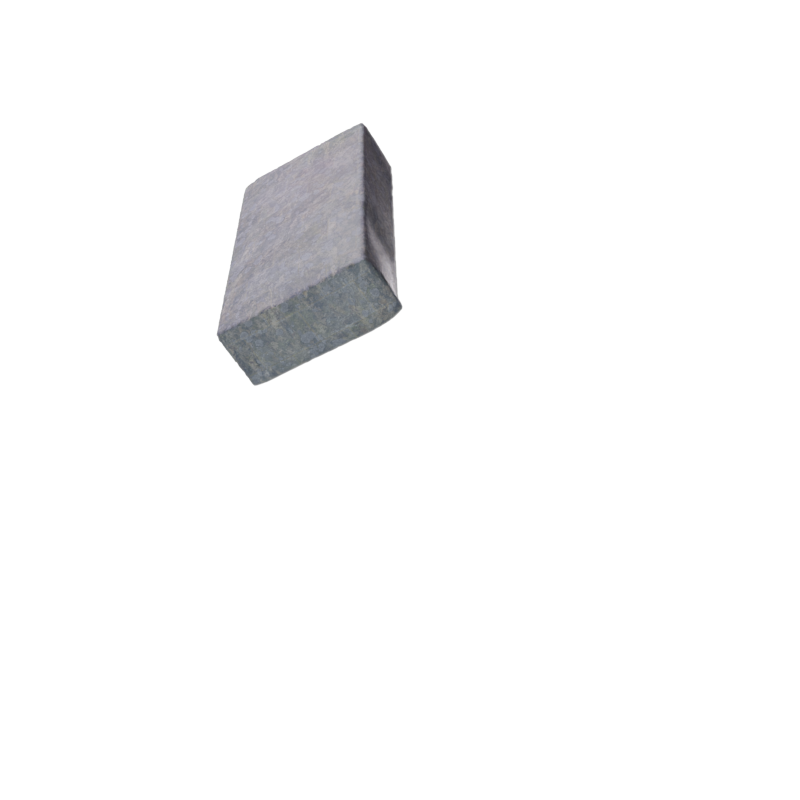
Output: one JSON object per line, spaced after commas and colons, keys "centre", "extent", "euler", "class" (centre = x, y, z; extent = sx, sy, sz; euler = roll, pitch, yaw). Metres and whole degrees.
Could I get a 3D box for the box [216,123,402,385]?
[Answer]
{"centre": [-0.051, -0.092, 0.645], "extent": [0.093, 0.045, 0.188], "euler": [-26, 34, 15], "class": "box"}
